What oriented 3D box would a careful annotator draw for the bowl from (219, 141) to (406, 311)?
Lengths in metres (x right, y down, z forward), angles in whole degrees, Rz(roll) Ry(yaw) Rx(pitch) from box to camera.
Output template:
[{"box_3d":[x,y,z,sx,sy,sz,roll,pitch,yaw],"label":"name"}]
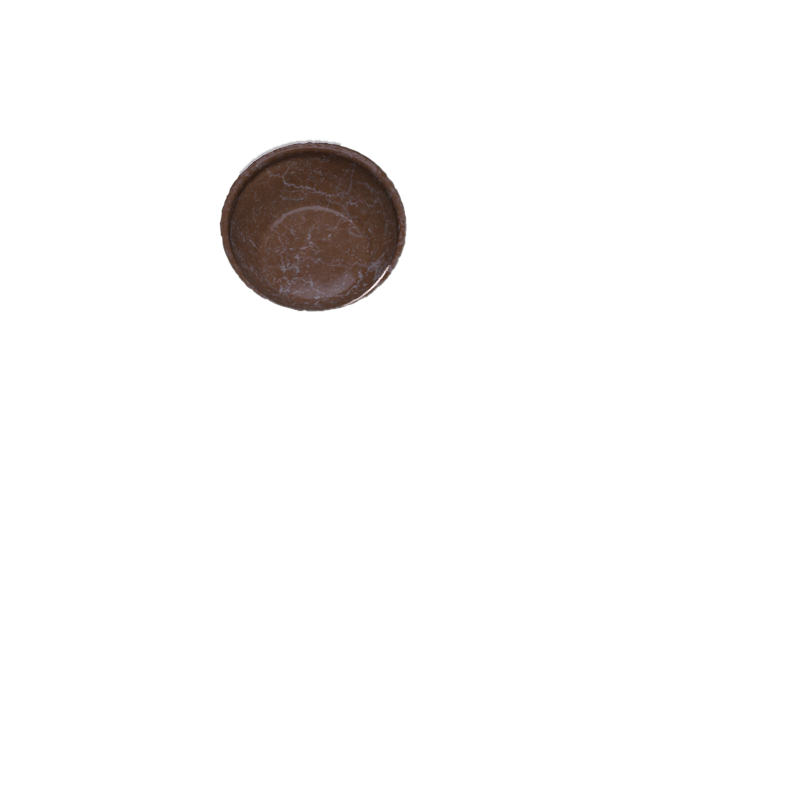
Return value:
[{"box_3d":[-0.073,-0.134,0.936,0.162,0.153,0.058,1,27,-1],"label":"bowl"}]
